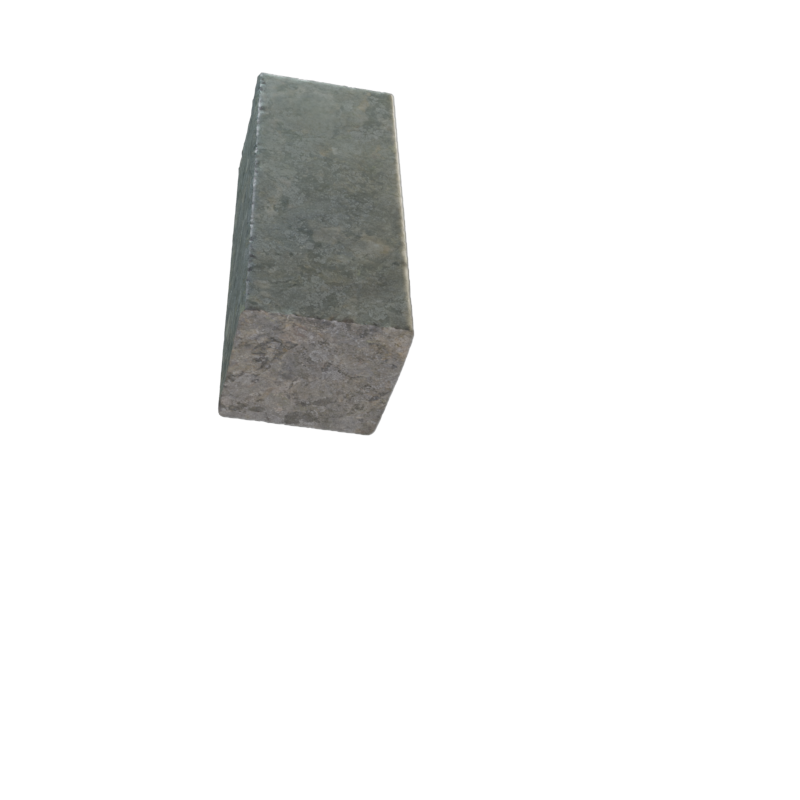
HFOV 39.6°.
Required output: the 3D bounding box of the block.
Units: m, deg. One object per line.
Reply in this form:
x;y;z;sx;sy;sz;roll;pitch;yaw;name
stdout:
-0.051;-0.093;0.655;0.089;0.221;0.085;7;-44;-11;block
